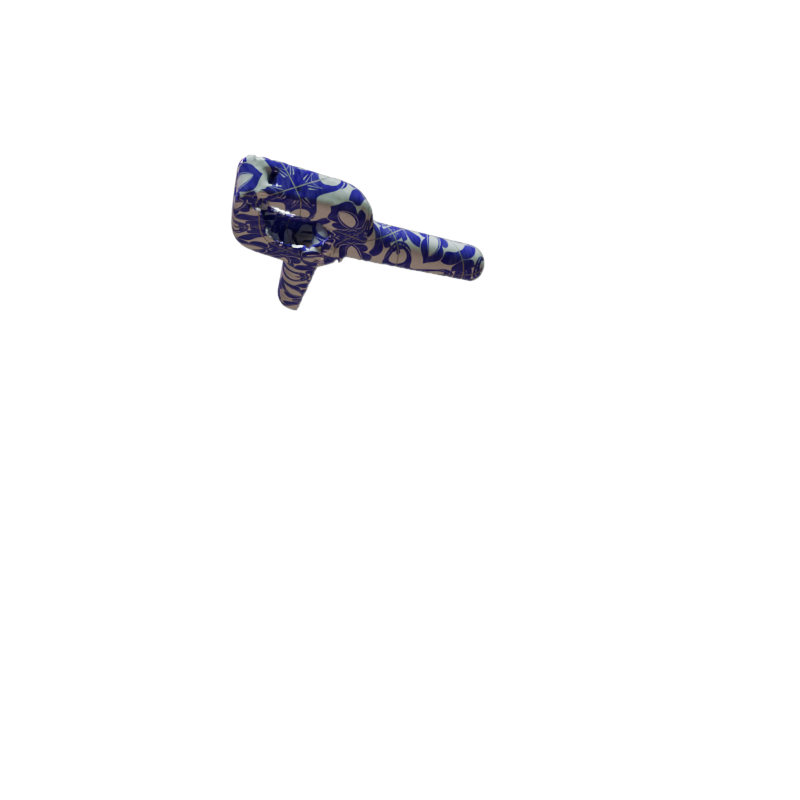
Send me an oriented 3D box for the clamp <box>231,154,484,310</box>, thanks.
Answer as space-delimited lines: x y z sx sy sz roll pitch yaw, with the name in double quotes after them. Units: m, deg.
-0.060 -0.109 0.762 0.168 0.038 0.196 -11 -20 31 "clamp"
